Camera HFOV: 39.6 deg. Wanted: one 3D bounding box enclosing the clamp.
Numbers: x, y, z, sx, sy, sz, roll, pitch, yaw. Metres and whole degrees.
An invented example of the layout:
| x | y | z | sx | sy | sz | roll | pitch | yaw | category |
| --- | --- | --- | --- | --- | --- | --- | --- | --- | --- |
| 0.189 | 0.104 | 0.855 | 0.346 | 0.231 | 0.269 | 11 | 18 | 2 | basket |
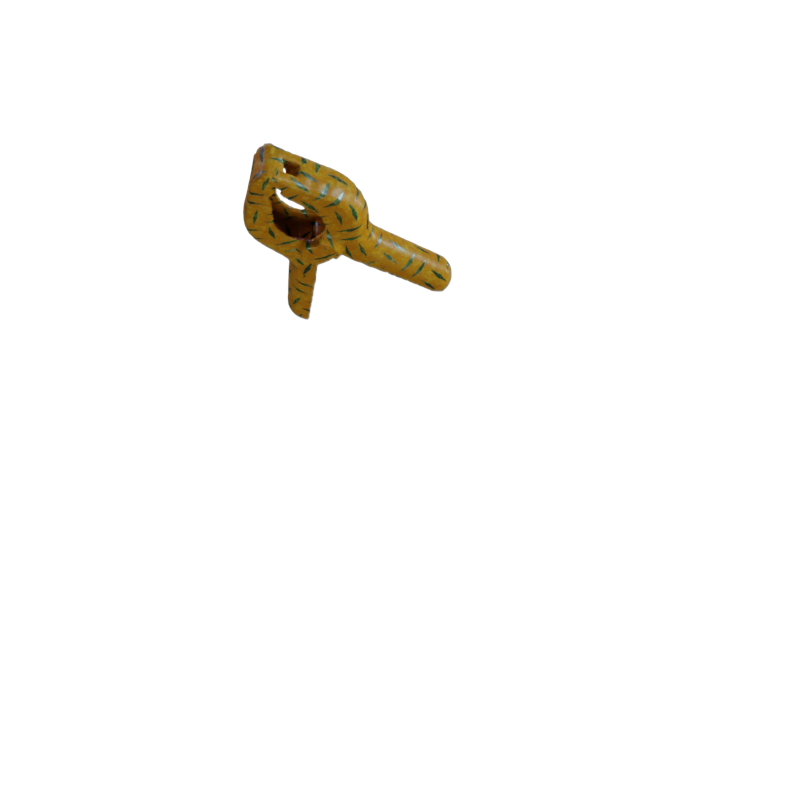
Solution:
| x | y | z | sx | sy | sz | roll | pitch | yaw | category |
| --- | --- | --- | --- | --- | --- | --- | --- | --- | --- |
| -0.057 | -0.104 | 0.727 | 0.121 | 0.042 | 0.159 | -22 | -40 | 28 | clamp |
